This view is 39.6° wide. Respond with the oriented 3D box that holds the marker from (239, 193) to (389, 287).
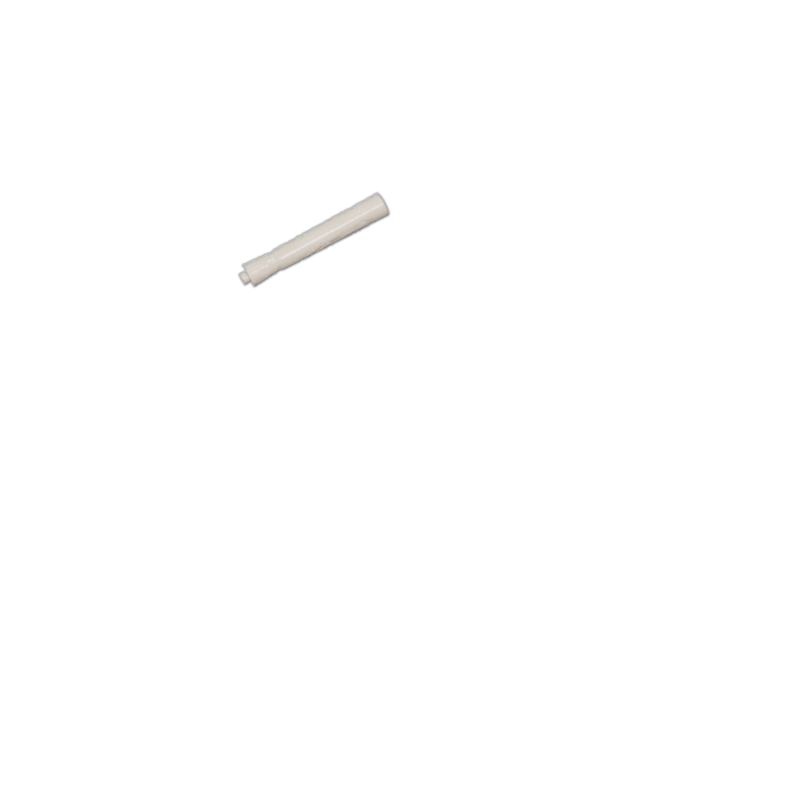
[{"bbox_3d":[-0.065,-0.118,0.830,0.121,0.020,0.020,-29,7,-4],"label":"marker"}]
